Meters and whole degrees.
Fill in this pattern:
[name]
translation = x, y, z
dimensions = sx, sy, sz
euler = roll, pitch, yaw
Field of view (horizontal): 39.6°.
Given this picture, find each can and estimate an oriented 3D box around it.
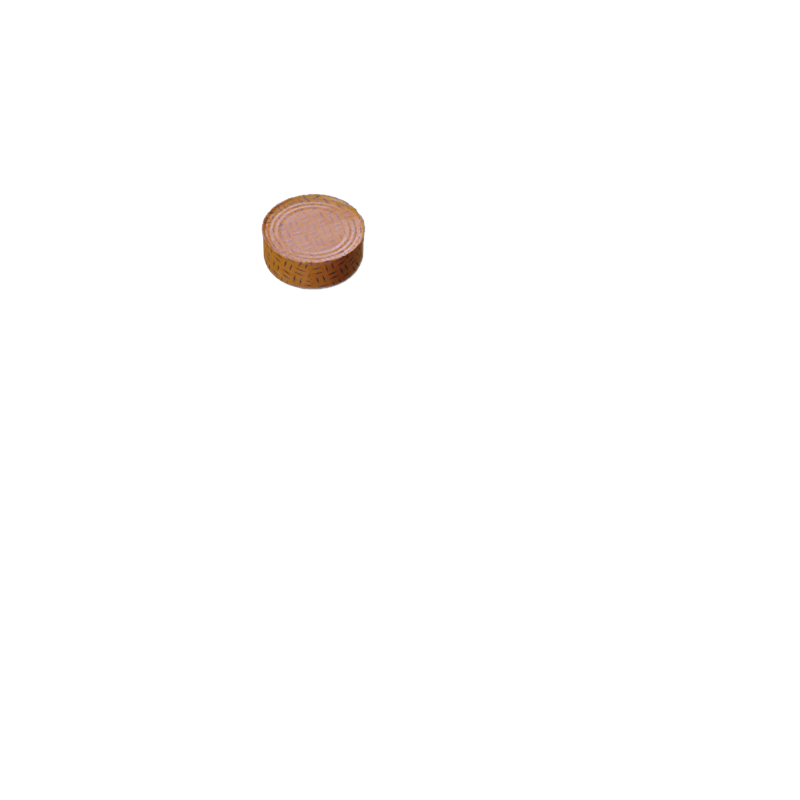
[can]
translation = -0.073, -0.133, 0.929
dimensions = 0.086, 0.092, 0.031
euler = -1, -44, -1
